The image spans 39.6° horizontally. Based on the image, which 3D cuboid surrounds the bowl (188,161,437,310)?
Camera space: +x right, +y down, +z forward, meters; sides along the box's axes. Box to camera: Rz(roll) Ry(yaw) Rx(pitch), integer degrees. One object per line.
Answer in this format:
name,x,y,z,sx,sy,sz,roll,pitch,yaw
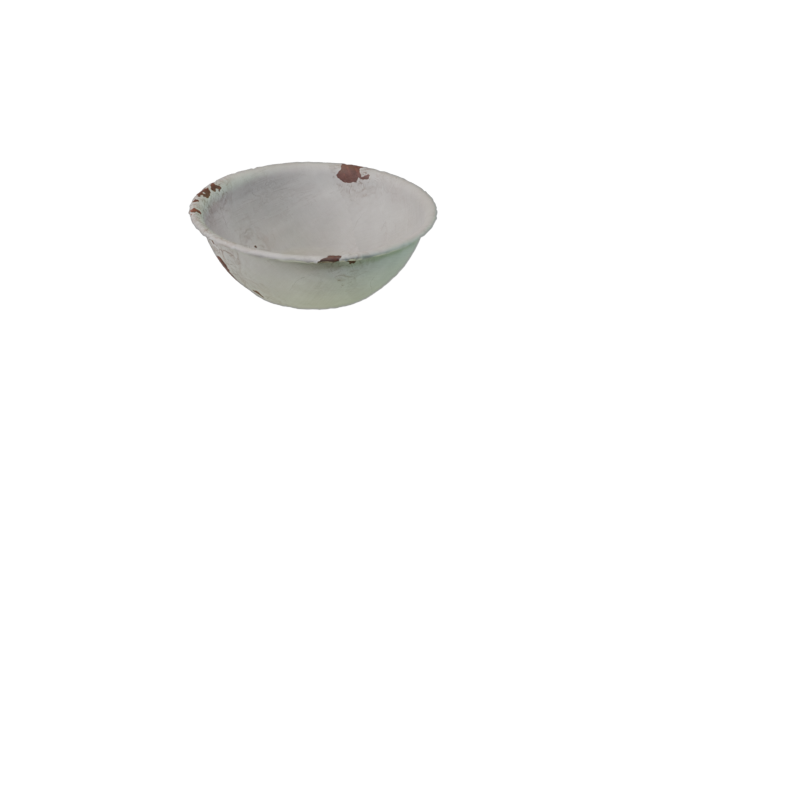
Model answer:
bowl,-0.057,-0.105,0.734,0.162,0.052,0.172,-1,31,-2
